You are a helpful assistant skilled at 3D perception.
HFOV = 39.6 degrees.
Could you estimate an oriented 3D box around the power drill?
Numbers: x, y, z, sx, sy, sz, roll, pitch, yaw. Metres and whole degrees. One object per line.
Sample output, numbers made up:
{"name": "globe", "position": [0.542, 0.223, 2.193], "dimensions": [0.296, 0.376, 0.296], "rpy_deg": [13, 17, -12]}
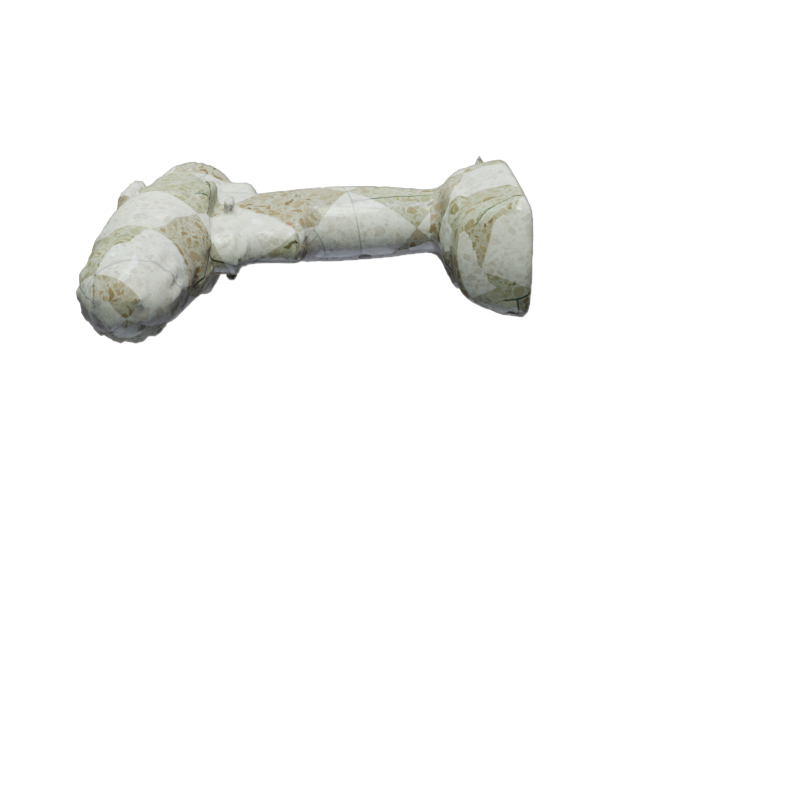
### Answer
{"name": "power drill", "position": [-0.039, -0.071, 0.497], "dimensions": [0.188, 0.055, 0.192], "rpy_deg": [1, 23, 2]}
